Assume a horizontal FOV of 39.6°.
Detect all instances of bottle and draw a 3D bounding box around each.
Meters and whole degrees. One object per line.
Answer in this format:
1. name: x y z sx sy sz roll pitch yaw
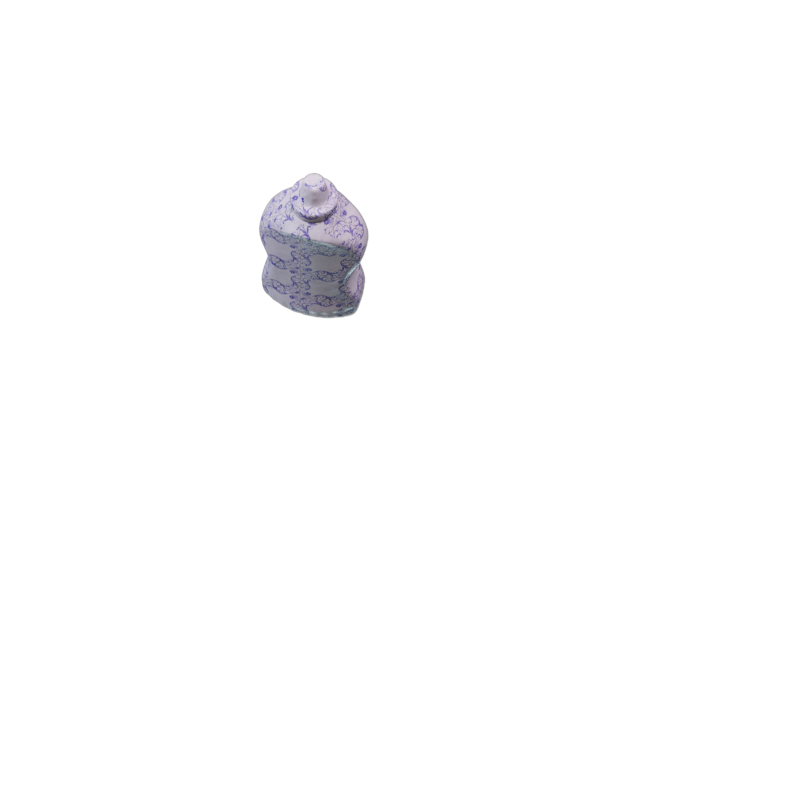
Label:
1. bottle: -0.077 -0.142 0.990 0.097 0.061 0.181 18 -24 5
